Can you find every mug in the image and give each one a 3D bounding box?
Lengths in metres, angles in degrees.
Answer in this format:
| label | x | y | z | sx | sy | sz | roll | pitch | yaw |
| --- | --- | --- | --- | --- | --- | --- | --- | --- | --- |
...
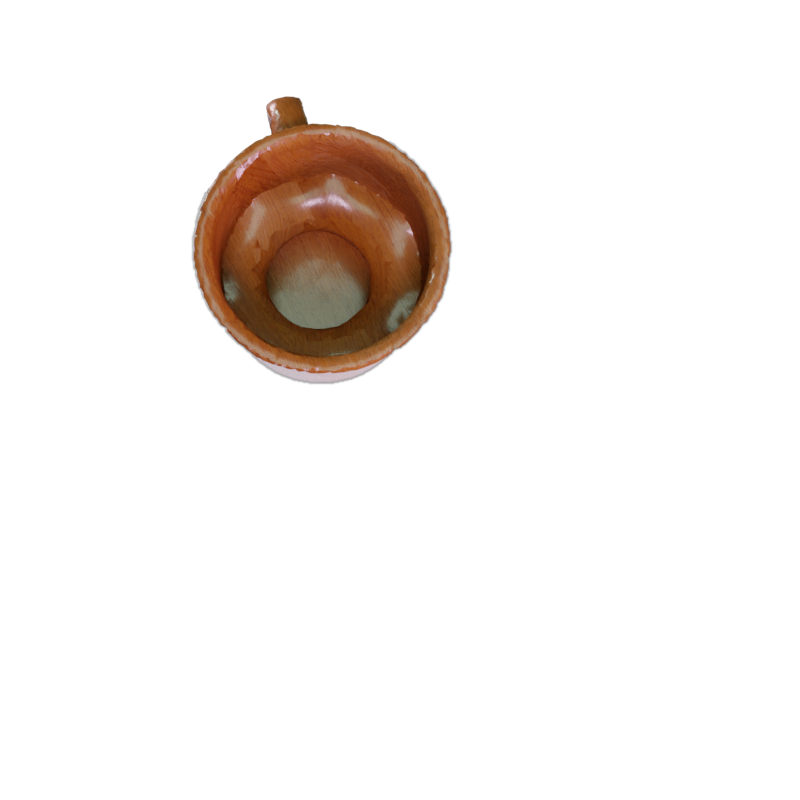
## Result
| label | x | y | z | sx | sy | sz | roll | pitch | yaw |
| --- | --- | --- | --- | --- | --- | --- | --- | --- | --- |
| mug | -0.034 | -0.063 | 0.440 | 0.093 | 0.121 | 0.079 | -16 | -11 | -5 |
